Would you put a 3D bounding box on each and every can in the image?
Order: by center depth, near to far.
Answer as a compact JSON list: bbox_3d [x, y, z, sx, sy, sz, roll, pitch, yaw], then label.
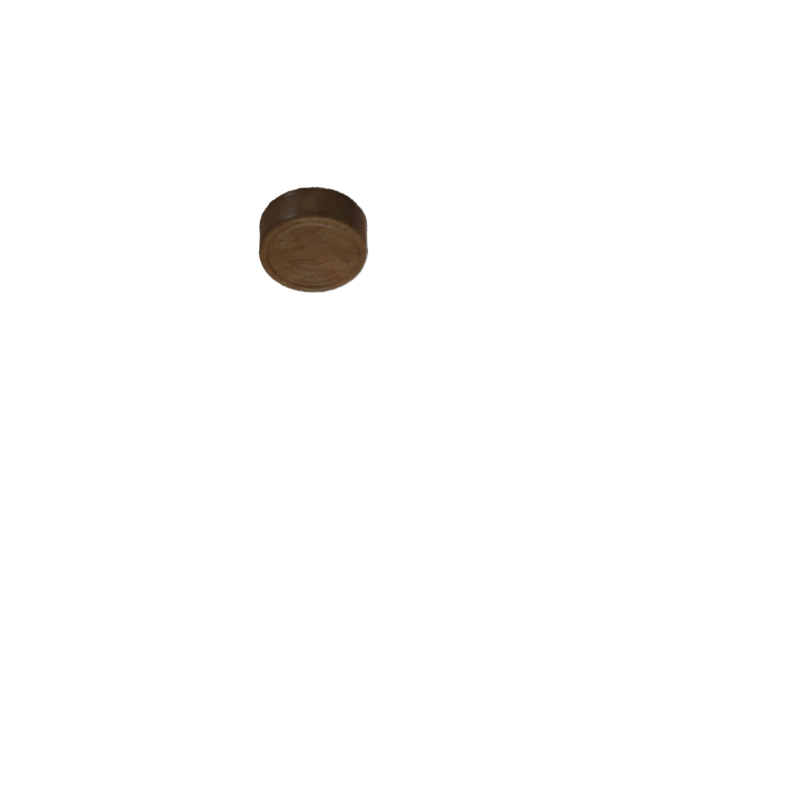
[{"bbox_3d":[-0.068,-0.123,0.864,0.086,0.036,0.080,1,-42,-1],"label":"can"}]
